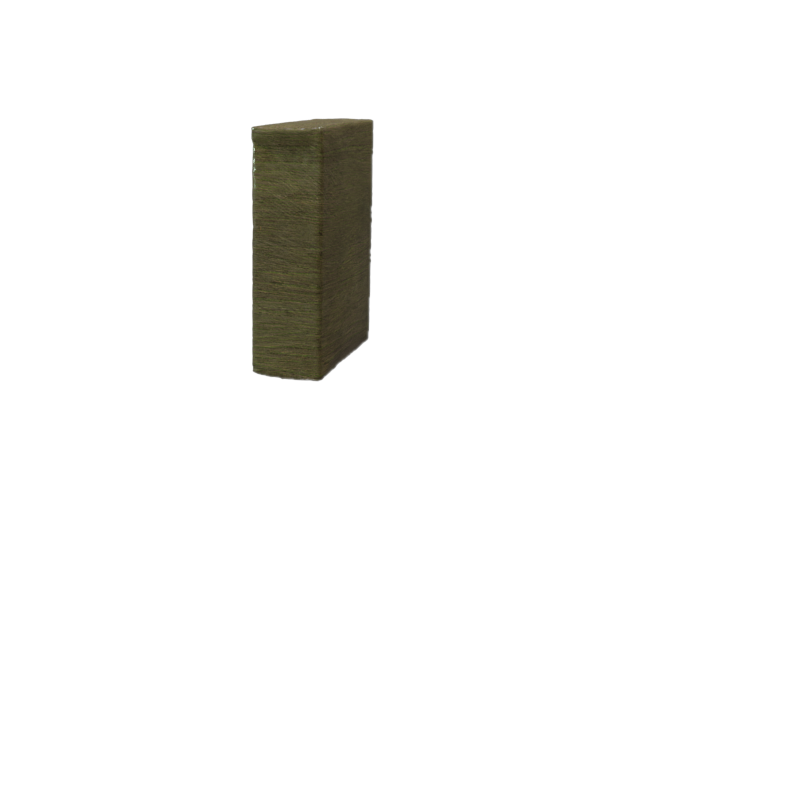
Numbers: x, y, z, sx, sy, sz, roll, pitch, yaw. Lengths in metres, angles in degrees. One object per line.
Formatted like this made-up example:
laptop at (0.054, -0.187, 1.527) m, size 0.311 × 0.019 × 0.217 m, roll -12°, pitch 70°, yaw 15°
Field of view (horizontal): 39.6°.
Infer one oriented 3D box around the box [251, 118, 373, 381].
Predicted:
box at (-0.077, -0.141, 0.988) m, size 0.073 × 0.209 × 0.165 m, roll 3°, pitch 12°, yaw 14°
